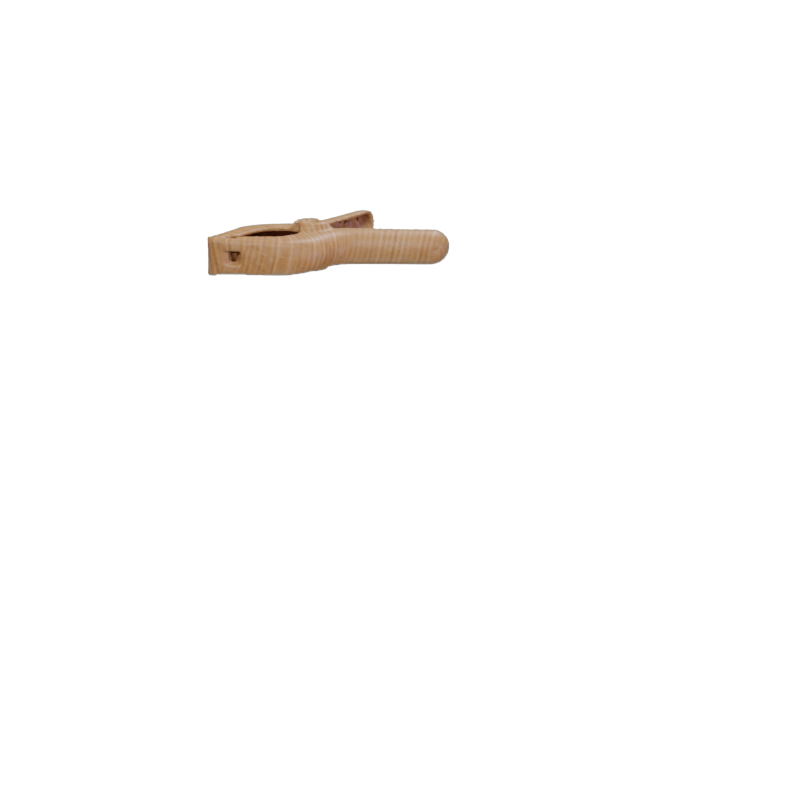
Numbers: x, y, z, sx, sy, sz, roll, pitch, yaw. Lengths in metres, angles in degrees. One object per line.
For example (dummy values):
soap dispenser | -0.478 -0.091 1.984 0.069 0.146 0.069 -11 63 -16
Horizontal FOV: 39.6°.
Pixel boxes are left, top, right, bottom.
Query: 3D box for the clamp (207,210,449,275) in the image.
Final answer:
clamp | -0.064 -0.117 0.818 0.168 0.038 0.125 -5 13 -20
